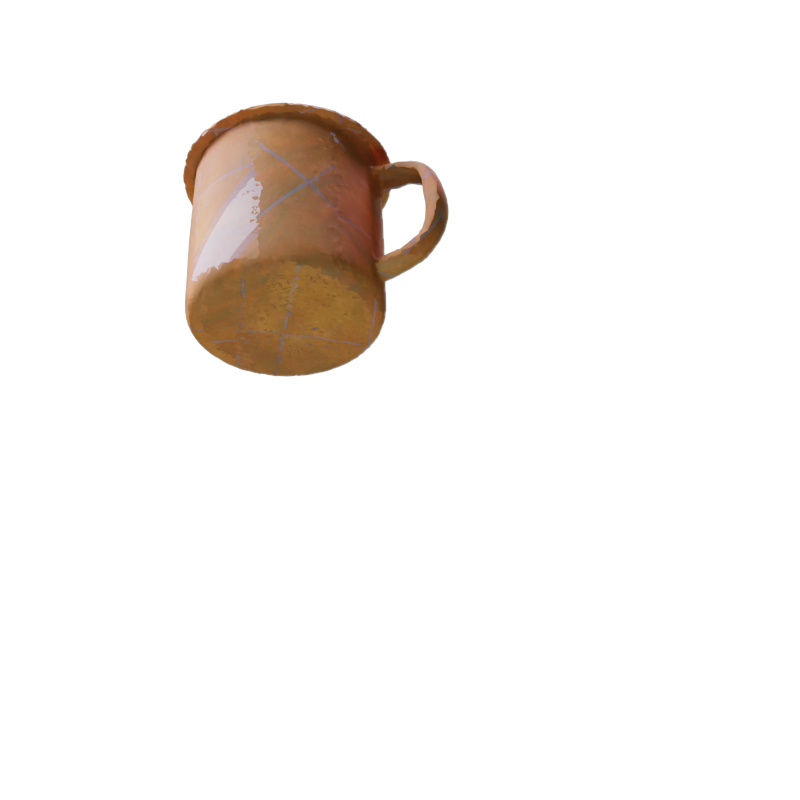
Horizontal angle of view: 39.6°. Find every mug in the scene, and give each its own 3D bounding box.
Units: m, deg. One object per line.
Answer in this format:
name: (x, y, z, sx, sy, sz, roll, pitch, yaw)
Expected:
mug: (-0.036, -0.066, 0.465, 0.118, 0.087, 0.086, -12, -38, 14)
